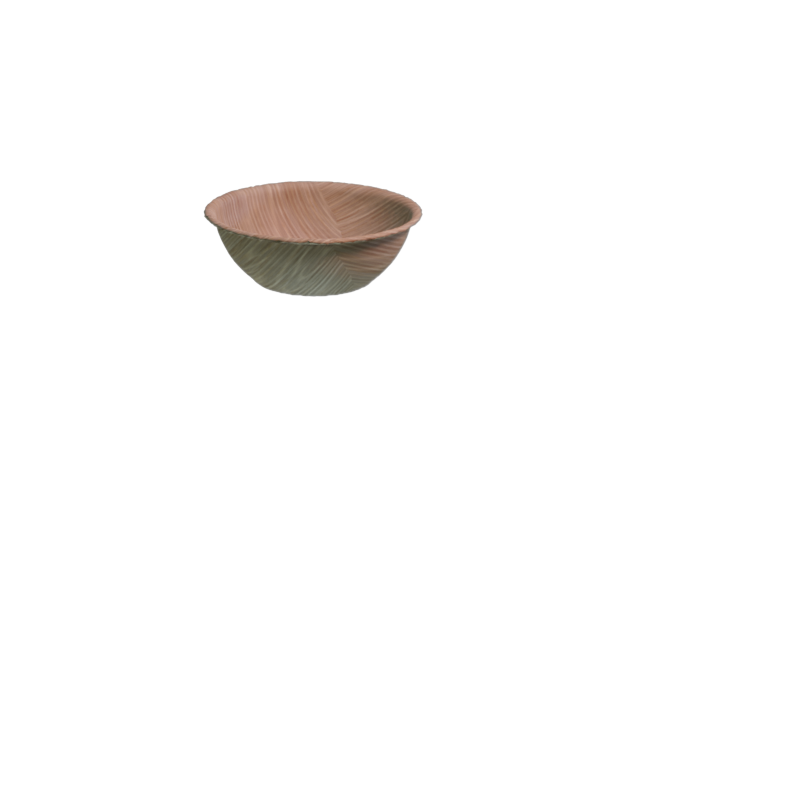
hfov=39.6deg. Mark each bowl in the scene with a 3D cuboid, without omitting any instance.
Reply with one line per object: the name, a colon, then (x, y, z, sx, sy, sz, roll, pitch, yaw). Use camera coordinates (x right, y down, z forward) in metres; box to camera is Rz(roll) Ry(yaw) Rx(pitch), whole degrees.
bowl: (-0.065, -0.119, 0.831, 0.162, 0.052, 0.170, -1, 24, -2)
